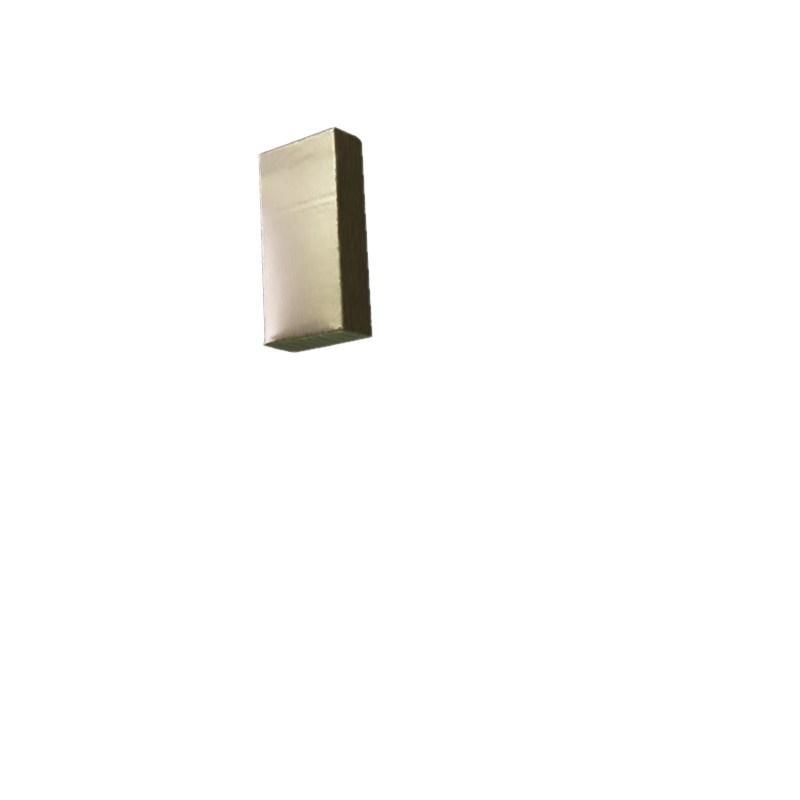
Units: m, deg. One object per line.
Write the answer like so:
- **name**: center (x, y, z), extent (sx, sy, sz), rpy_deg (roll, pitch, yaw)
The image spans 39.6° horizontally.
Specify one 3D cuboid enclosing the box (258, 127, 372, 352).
- **box**: center (-0.074, -0.135, 0.945), extent (0.095, 0.183, 0.045), rpy_deg (-13, -20, 37)
